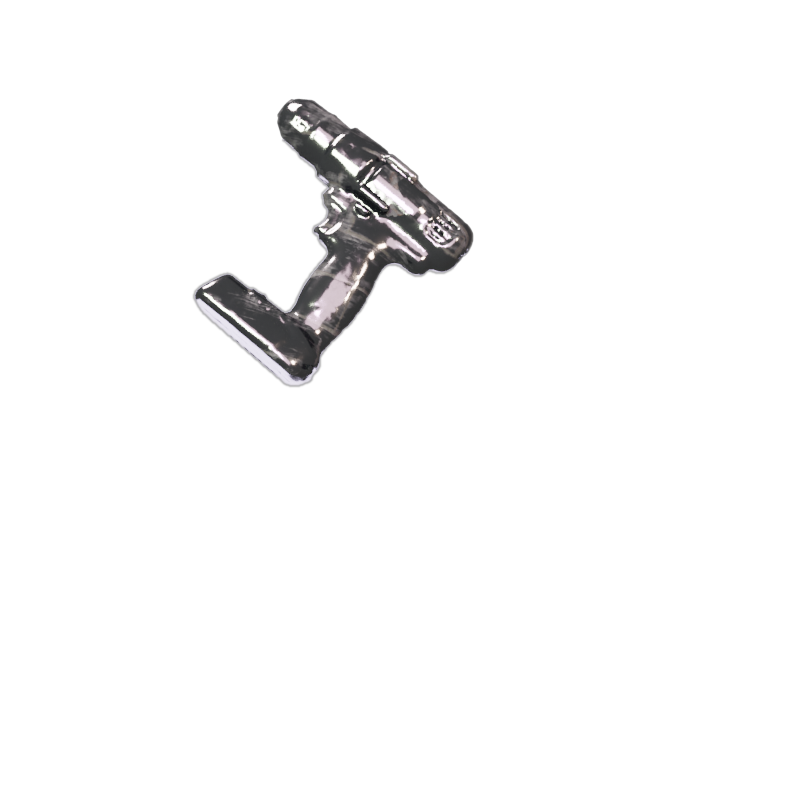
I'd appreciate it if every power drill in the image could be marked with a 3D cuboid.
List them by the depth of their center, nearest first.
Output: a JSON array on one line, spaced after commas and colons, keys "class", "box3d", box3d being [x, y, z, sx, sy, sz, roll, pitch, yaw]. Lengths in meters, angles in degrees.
[{"class": "power drill", "box3d": [-0.066, -0.120, 0.839, 0.190, 0.190, 0.055, 40, -14, 11]}]
